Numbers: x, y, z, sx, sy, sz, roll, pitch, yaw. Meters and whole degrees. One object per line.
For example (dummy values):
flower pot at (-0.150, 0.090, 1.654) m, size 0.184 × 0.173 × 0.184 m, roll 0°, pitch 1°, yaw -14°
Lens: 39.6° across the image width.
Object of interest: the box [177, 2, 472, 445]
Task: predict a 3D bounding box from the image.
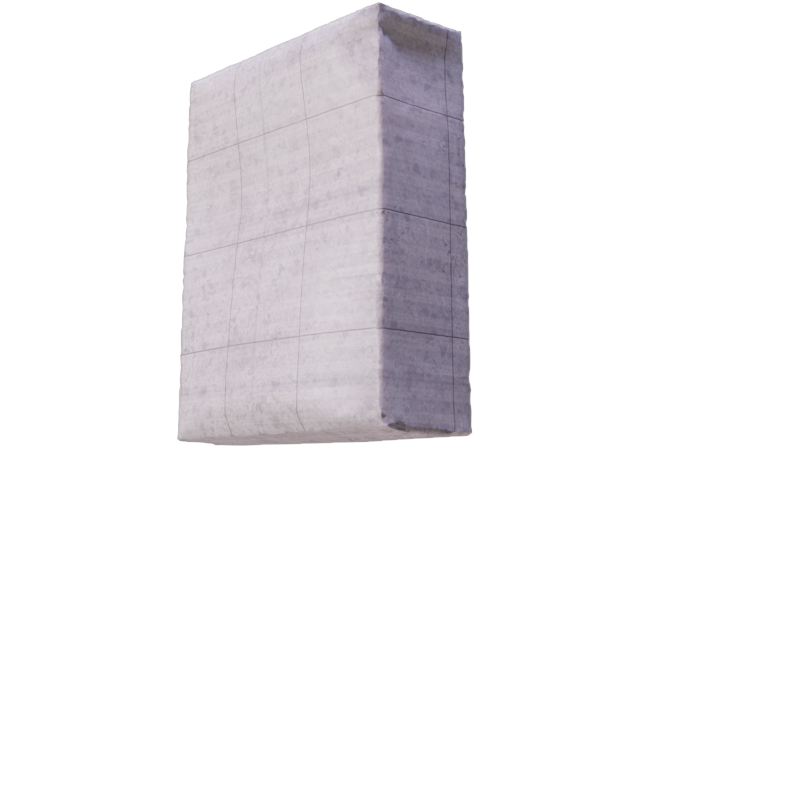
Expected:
box at (-0.047, -0.086, 0.599) m, size 0.168 × 0.220 × 0.068 m, roll -9°, pitch -13°, yaw 44°
